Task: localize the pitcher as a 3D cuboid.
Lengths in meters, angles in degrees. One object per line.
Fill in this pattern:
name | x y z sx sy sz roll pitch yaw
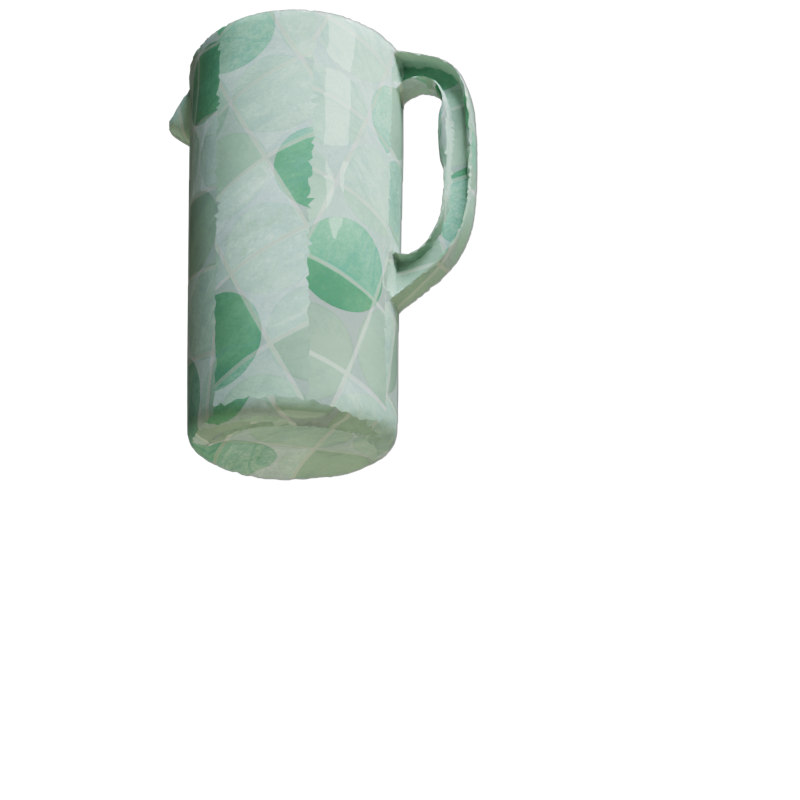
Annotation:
pitcher | -0.048 -0.088 0.617 0.139 0.258 0.147 13 -30 -27
